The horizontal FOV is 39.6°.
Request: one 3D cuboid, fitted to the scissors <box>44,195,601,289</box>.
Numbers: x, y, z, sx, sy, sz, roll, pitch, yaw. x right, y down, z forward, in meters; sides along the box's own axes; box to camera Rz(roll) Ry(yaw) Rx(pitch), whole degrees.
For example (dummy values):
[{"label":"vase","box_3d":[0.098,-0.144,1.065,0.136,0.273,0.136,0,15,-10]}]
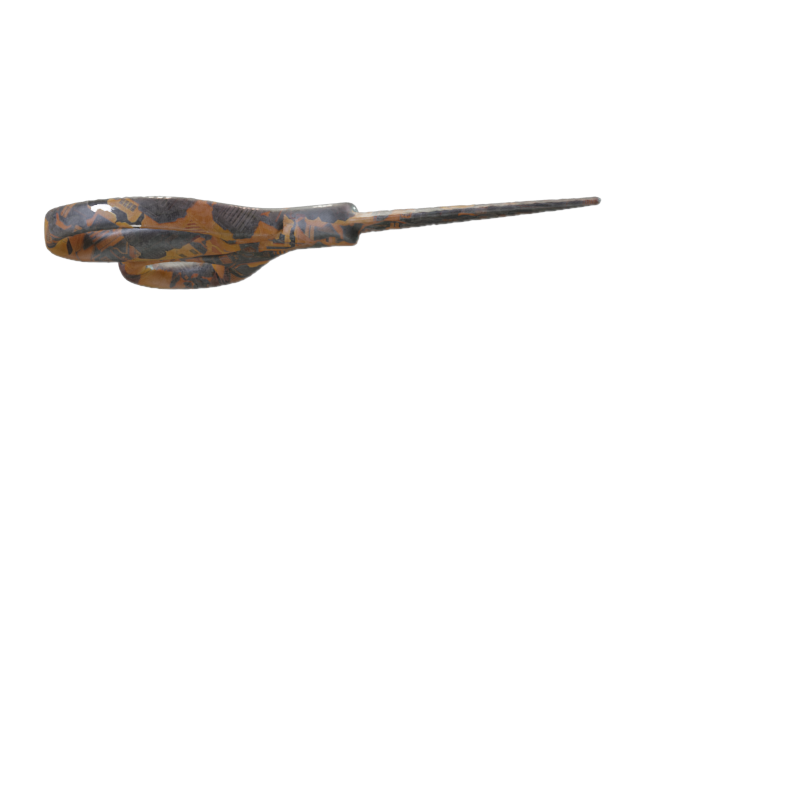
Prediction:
[{"label":"scissors","box_3d":[-0.034,-0.061,0.430,0.202,0.016,0.093,0,-9,0]}]
